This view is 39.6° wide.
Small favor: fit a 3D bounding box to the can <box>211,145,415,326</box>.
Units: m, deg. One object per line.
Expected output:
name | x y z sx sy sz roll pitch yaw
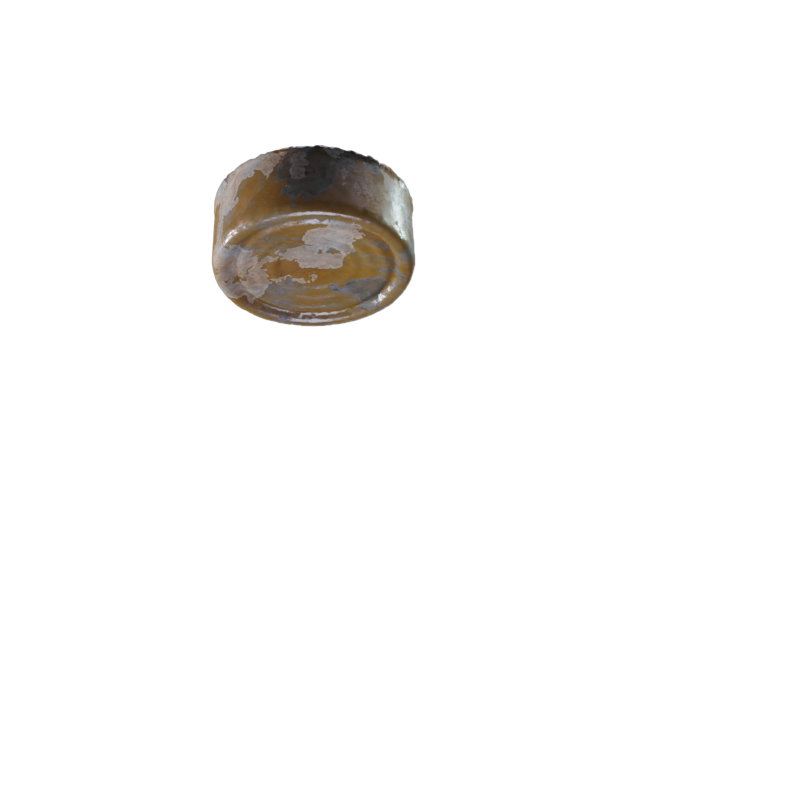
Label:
can | -0.037 -0.067 0.467 0.086 0.036 0.080 1 -32 -2
